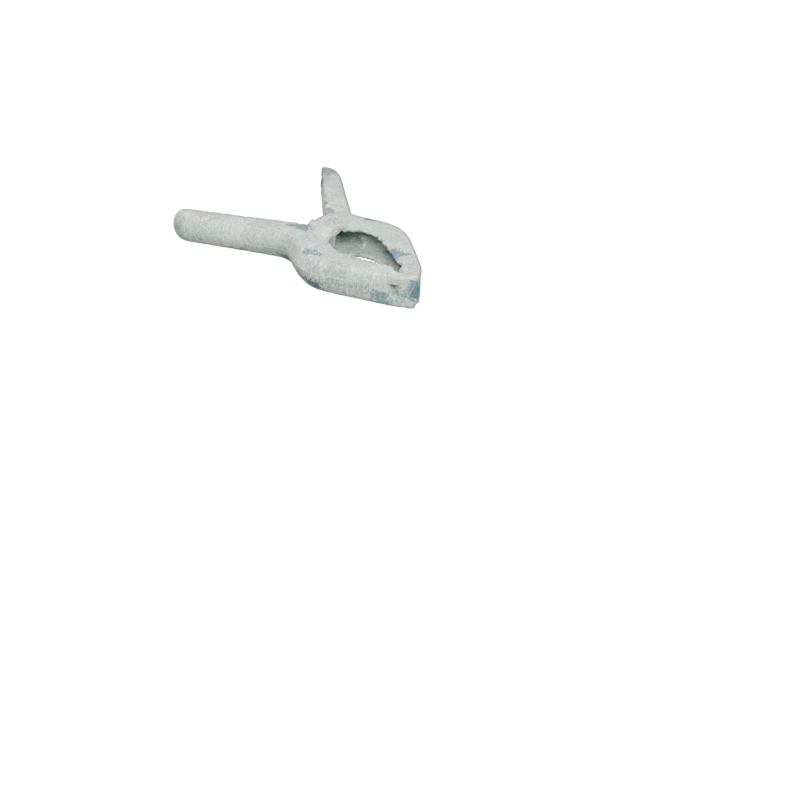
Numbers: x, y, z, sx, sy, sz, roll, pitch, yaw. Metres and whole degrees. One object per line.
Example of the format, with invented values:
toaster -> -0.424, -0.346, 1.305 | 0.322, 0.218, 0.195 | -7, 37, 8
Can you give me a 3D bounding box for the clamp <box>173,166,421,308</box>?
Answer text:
clamp -> -0.068, -0.123, 0.864 | 0.162, 0.034, 0.226 | -20, 38, -28
